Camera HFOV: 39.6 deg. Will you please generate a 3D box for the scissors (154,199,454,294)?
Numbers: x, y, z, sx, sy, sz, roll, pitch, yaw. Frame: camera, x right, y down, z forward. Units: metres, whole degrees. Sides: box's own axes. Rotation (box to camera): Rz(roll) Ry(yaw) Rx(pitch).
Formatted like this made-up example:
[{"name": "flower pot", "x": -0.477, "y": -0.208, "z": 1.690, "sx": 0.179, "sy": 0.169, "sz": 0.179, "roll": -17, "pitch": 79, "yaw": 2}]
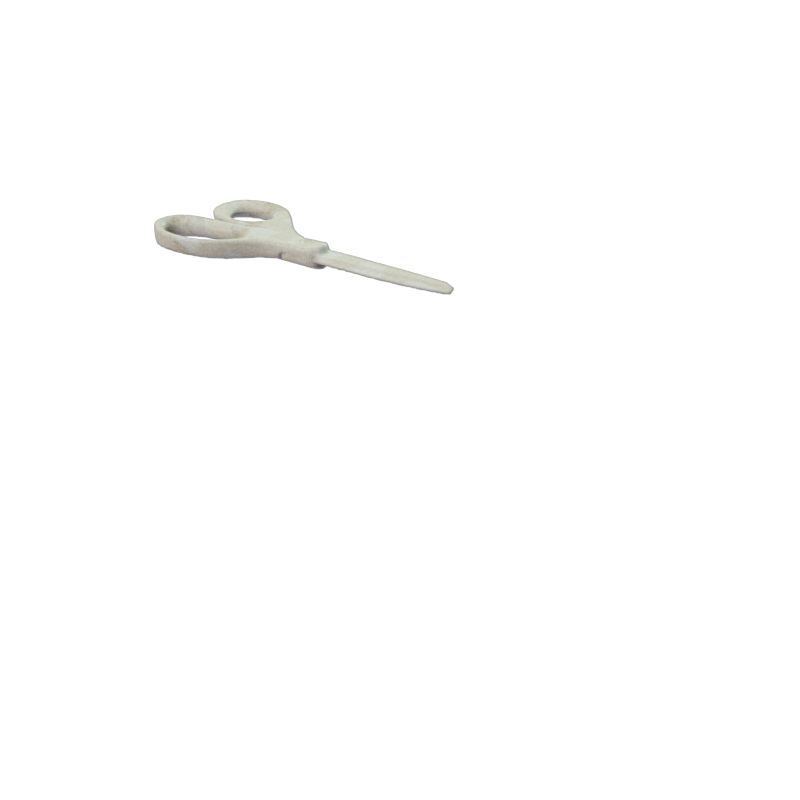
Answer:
[{"name": "scissors", "x": -0.053, "y": -0.097, "z": 0.679, "sx": 0.208, "sy": 0.015, "sz": 0.098, "roll": 10, "pitch": 28, "yaw": 19}]
